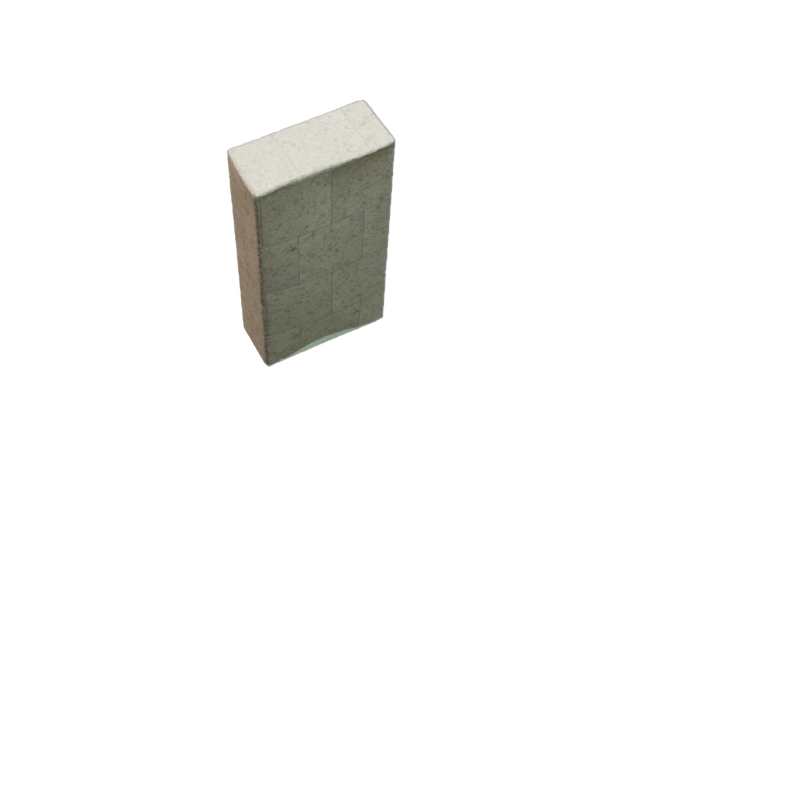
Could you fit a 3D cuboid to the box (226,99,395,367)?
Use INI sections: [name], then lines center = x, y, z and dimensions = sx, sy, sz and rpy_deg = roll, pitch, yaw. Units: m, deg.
[box]
center = -0.055, -0.099, 0.696
dimensions = 0.093, 0.051, 0.165
rpy_deg = -24, -27, -17
